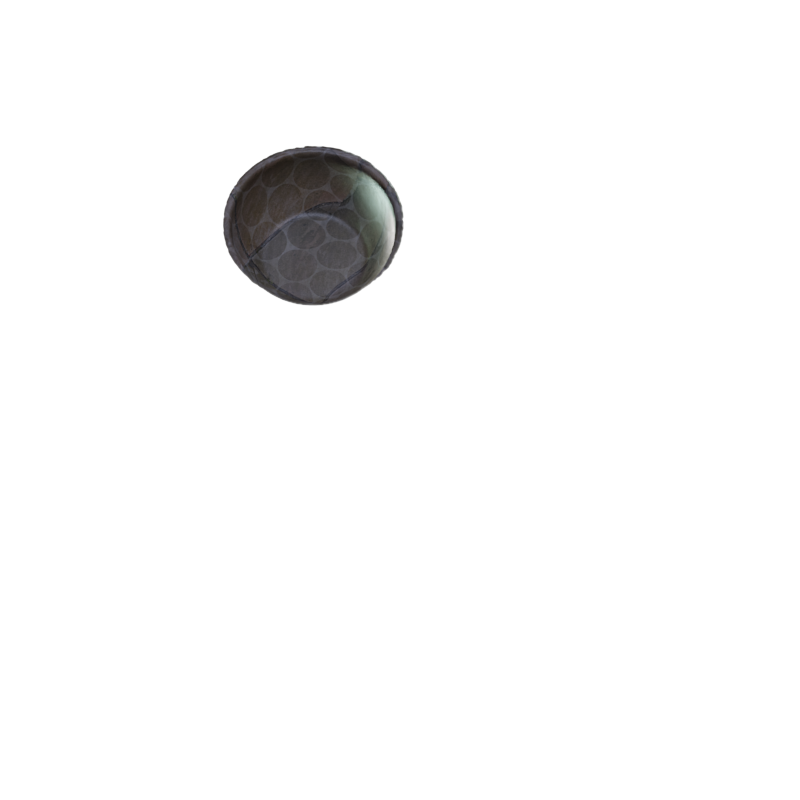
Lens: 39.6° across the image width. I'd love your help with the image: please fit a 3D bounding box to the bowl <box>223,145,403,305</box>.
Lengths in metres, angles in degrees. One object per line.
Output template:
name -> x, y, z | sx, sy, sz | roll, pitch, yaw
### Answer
bowl -> -0.076, -0.138, 0.967 | 0.162, 0.152, 0.059 | 1, 35, -1
